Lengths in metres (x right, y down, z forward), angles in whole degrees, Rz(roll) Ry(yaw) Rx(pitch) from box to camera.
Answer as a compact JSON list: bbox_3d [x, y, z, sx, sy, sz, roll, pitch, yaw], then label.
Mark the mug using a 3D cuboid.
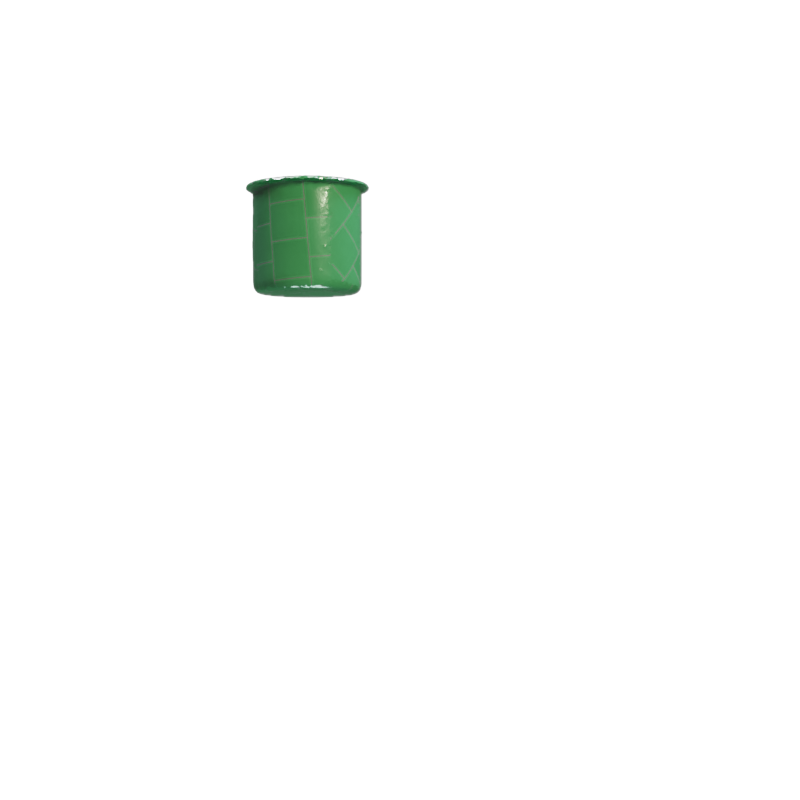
[{"bbox_3d":[-0.066,-0.121,0.844,0.095,0.083,0.113,-1,-2,19],"label":"mug"}]
